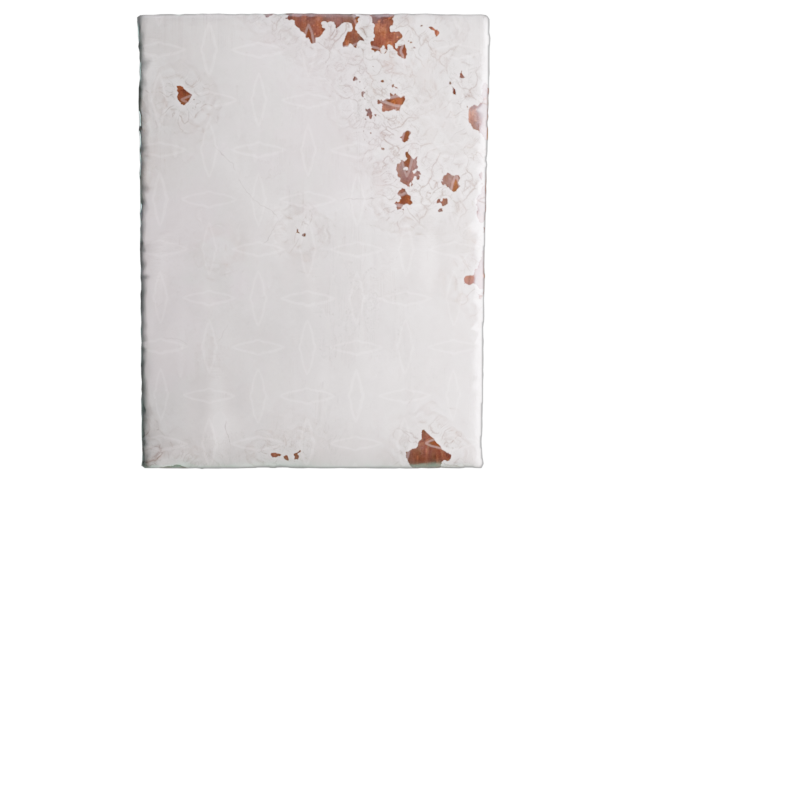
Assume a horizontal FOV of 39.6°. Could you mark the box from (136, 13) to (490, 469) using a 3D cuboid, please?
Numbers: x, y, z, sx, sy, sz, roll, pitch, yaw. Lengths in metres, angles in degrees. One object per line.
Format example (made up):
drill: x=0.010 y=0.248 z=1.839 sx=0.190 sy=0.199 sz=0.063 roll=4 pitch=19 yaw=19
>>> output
box: x=-0.043 y=-0.078 z=0.545 sx=0.164 sy=0.212 sz=0.073 roll=0 pitch=4 yaw=-2
